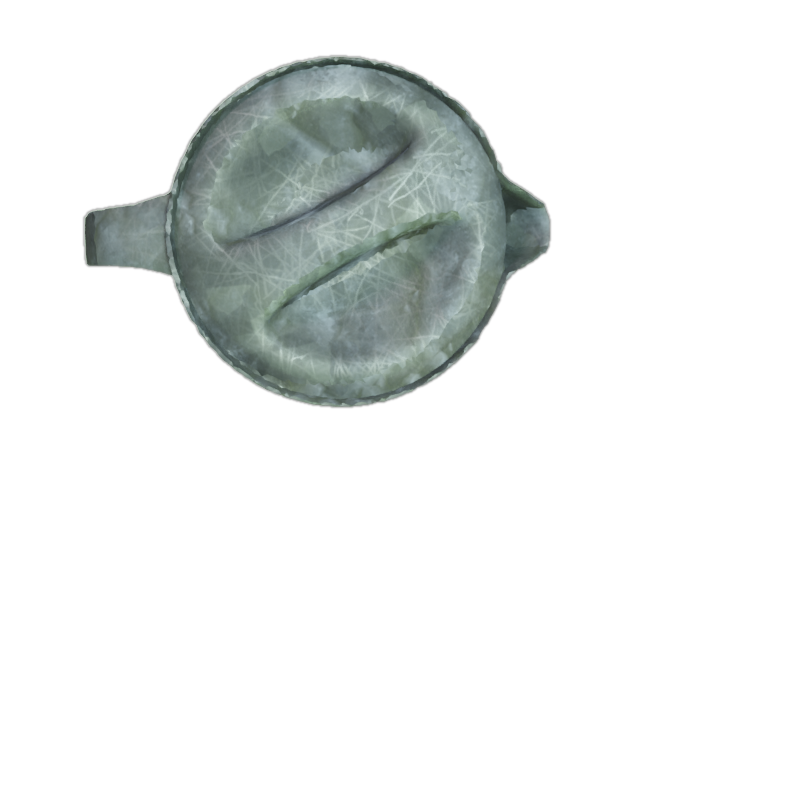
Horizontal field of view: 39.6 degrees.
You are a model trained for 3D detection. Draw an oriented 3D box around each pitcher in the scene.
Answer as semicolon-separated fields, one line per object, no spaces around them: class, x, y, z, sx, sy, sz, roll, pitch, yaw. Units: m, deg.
pitcher;-0.042;-0.076;0.533;0.149;0.145;0.244;42;0;-5
